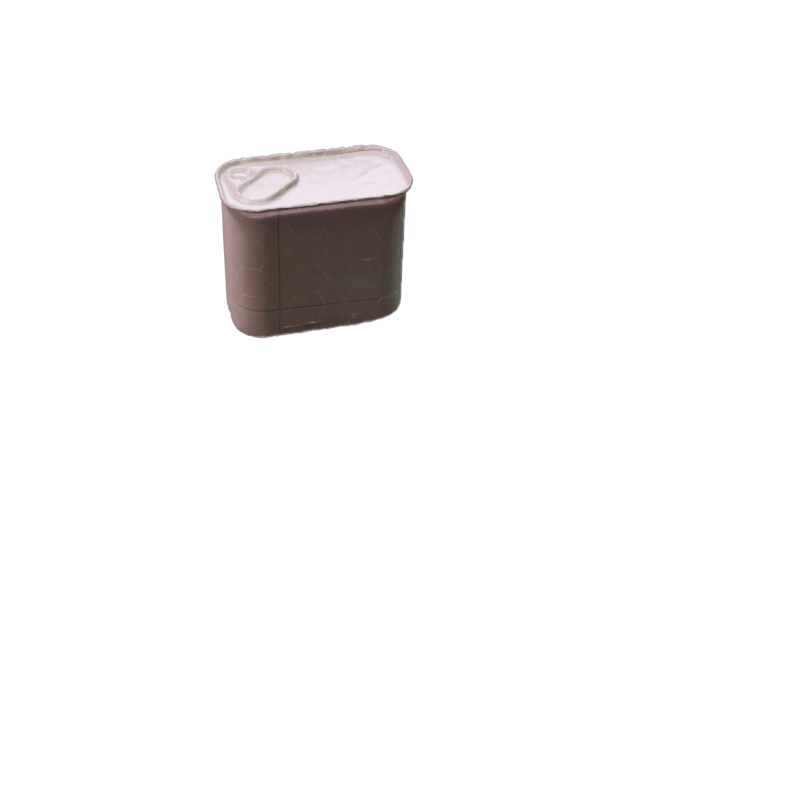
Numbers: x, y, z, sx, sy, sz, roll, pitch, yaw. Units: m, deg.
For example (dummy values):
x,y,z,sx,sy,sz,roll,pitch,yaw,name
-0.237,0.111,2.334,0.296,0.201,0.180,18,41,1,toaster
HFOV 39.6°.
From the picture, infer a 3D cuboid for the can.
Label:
x,y,z,sx,sy,sz,roll,pitch,yaw,name
-0.047,-0.086,0.604,0.101,0.078,0.062,-8,37,-12,can
